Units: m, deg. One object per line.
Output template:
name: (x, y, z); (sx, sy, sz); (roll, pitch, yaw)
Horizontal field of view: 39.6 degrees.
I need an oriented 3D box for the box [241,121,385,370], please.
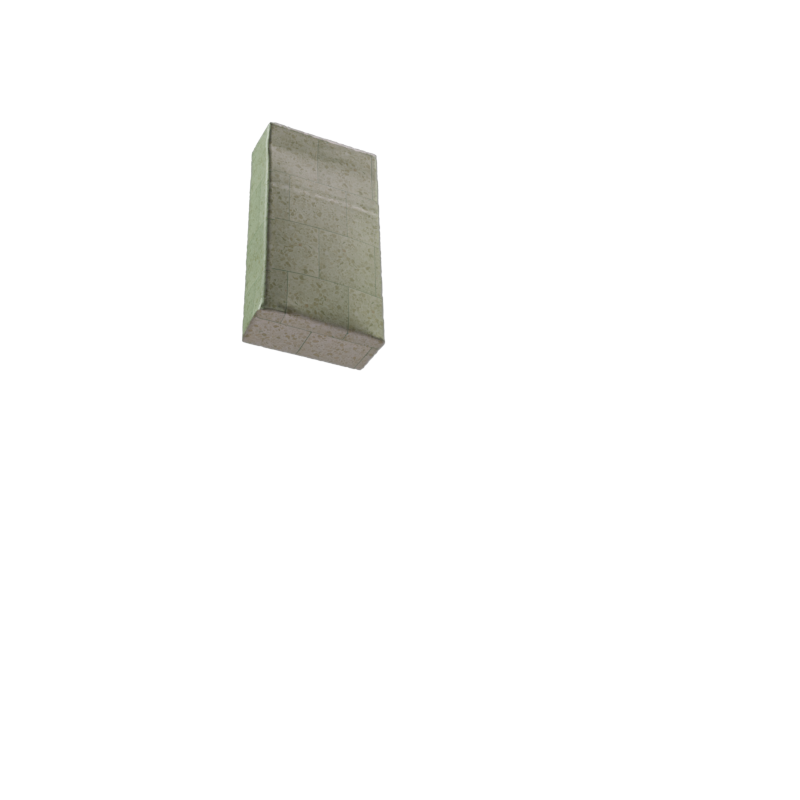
box: (-0.063, -0.114, 0.802); (0.090, 0.189, 0.046); (14, -41, -20)
